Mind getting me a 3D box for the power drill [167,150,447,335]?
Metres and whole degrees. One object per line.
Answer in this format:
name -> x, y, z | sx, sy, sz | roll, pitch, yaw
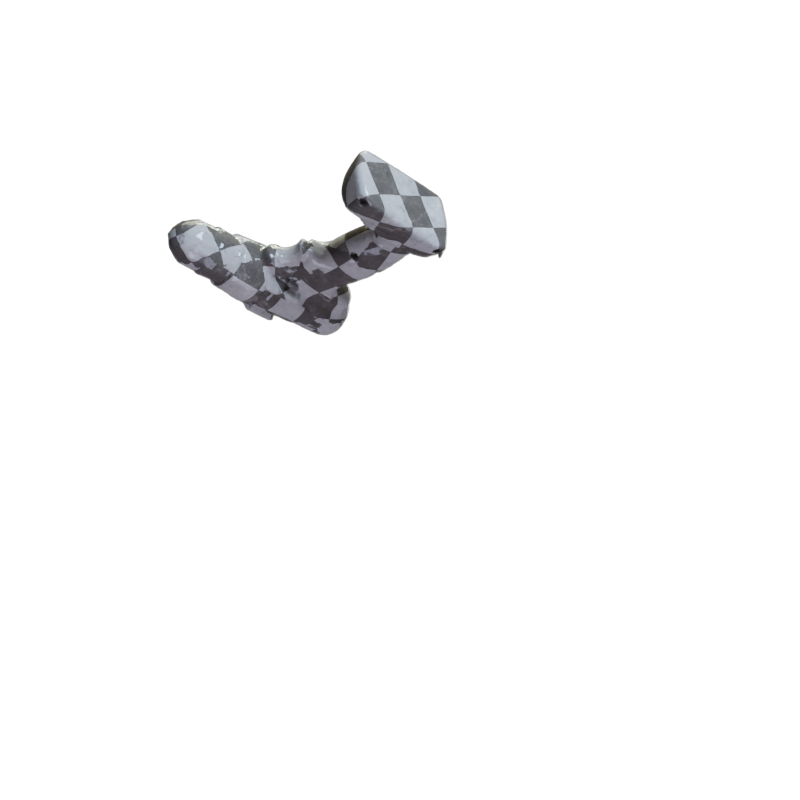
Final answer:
power drill -> -0.071, -0.129, 0.907 | 0.173, 0.061, 0.188 | 25, -37, -38
